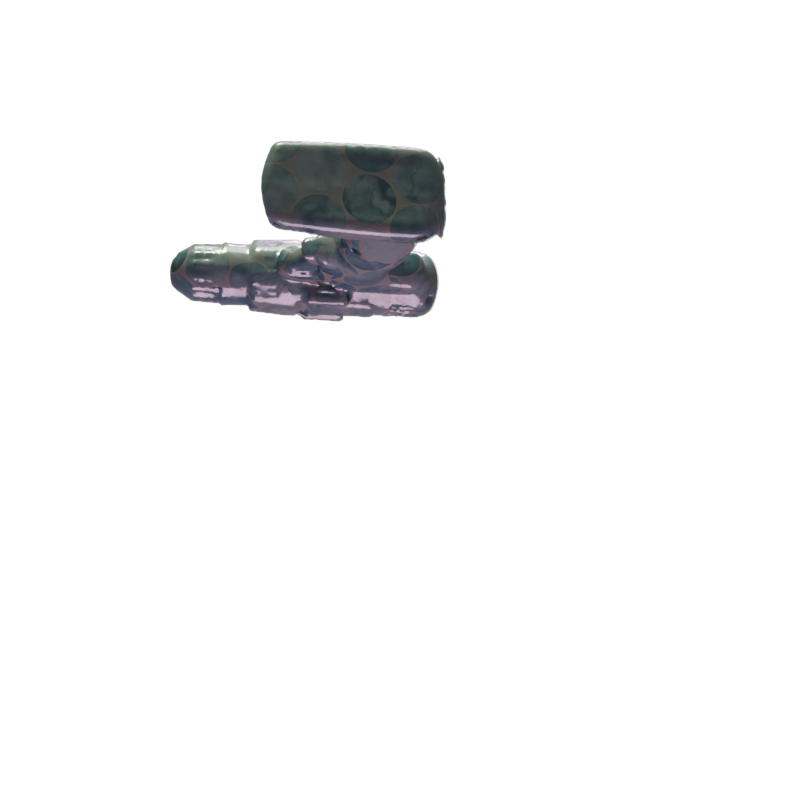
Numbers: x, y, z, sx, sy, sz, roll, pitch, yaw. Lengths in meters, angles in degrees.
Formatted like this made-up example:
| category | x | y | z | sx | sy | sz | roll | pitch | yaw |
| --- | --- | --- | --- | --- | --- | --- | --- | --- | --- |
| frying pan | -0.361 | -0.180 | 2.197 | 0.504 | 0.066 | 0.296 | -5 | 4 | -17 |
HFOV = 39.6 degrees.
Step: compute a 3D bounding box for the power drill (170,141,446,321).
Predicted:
| category | x | y | z | sx | sy | sz | roll | pitch | yaw |
| --- | --- | --- | --- | --- | --- | --- | --- | --- | --- |
| power drill | -0.055 | -0.100 | 0.703 | 0.183 | 0.060 | 0.182 | 2 | -13 | -7 |
